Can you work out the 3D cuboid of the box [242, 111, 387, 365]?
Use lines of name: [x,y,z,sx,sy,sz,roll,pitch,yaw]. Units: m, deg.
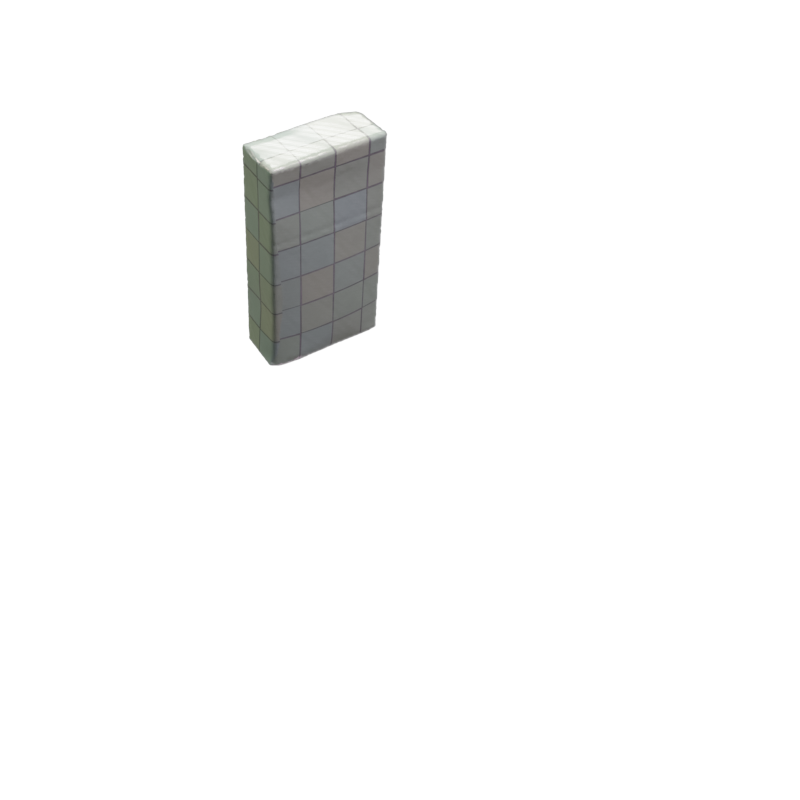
box: [-0.061,-0.112,0.783,0.092,0.165,0.052,-22,45,-27]
